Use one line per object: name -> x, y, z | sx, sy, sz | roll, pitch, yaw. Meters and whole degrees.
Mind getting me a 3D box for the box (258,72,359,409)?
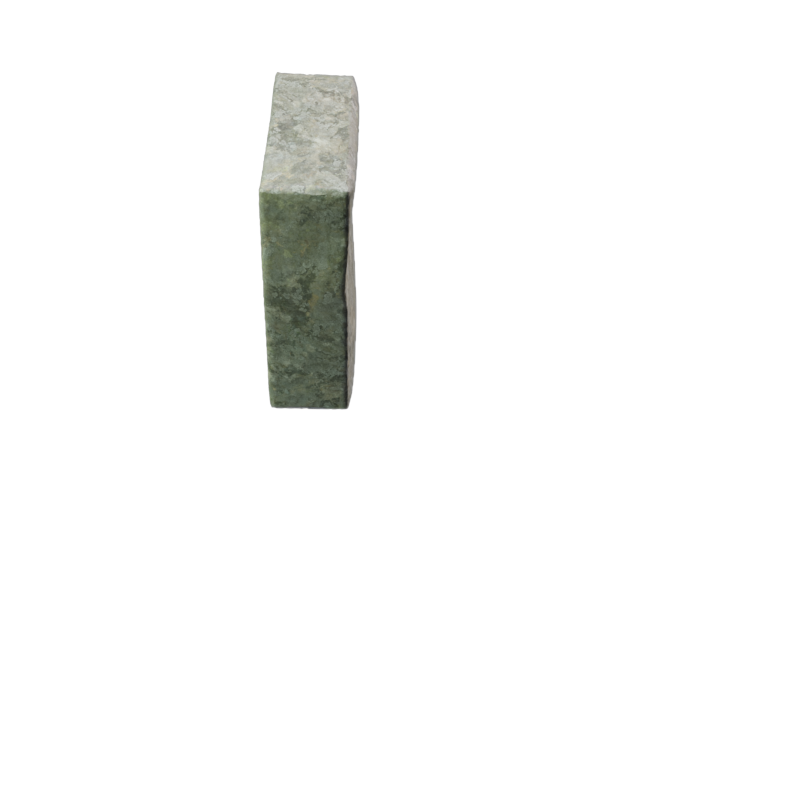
box -> -0.068, -0.124, 0.871 | 0.072, 0.199, 0.176 | 1, 42, -2
